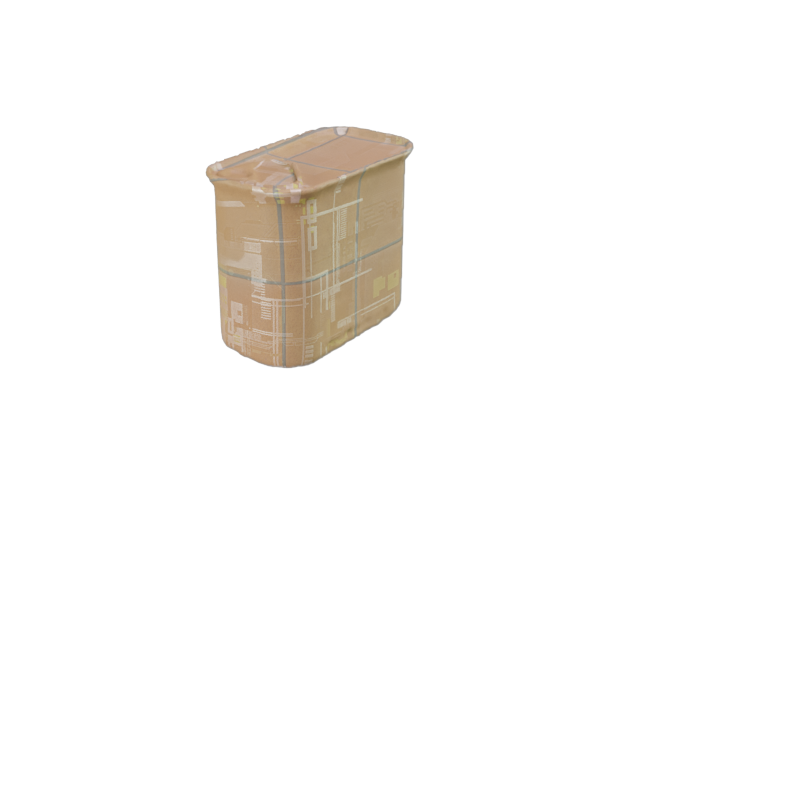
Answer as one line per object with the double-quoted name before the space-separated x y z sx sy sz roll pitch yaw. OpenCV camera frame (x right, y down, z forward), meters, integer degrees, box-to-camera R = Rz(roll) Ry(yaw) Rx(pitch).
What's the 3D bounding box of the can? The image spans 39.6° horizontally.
"can" -0.040 -0.073 0.511 0.061 0.080 0.102 17 30 31
